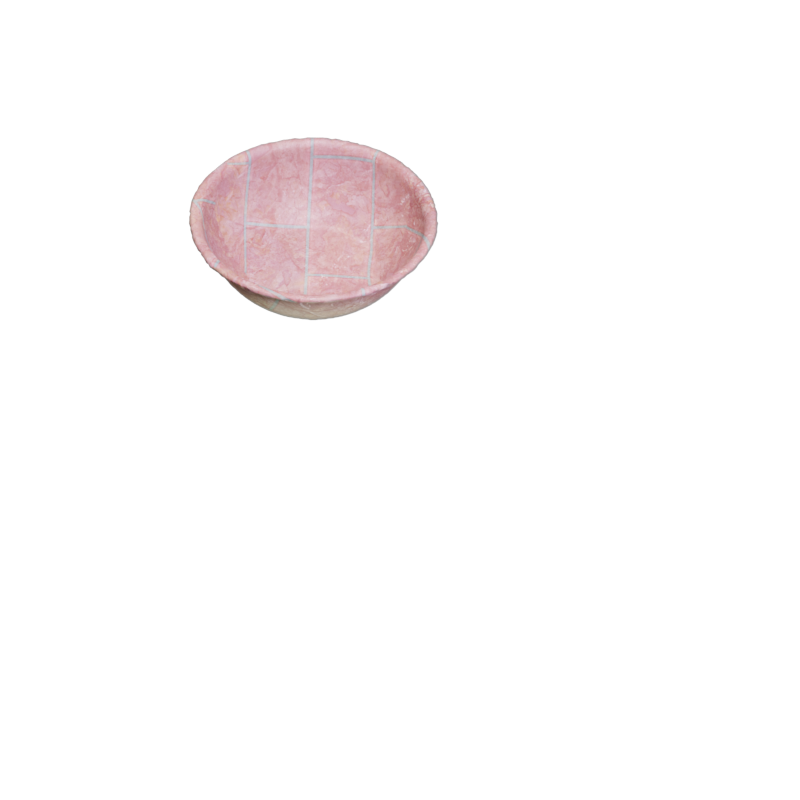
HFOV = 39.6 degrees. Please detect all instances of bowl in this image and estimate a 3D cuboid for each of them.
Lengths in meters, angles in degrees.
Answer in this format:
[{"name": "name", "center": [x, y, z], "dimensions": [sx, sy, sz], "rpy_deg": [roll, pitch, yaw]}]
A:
[{"name": "bowl", "center": [-0.058, -0.105, 0.737], "dimensions": [0.162, 0.174, 0.051], "rpy_deg": [-1, -43, -1]}]
